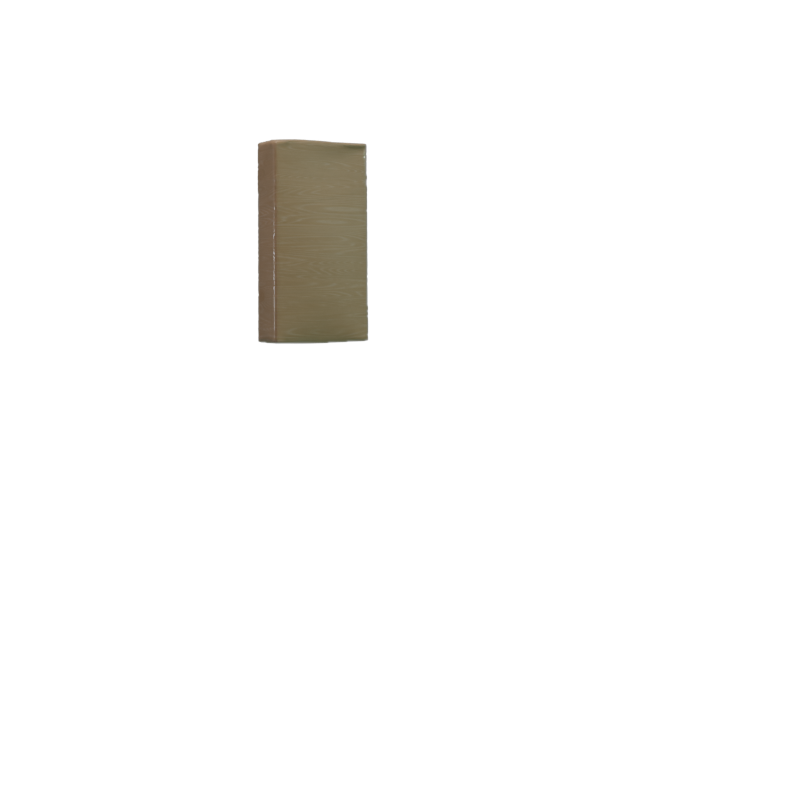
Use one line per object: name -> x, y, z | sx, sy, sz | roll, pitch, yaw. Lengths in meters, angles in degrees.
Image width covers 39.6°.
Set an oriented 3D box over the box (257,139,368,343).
box -> -0.076, -0.139, 0.976 | 0.090, 0.176, 0.050 | -1, 1, -27
